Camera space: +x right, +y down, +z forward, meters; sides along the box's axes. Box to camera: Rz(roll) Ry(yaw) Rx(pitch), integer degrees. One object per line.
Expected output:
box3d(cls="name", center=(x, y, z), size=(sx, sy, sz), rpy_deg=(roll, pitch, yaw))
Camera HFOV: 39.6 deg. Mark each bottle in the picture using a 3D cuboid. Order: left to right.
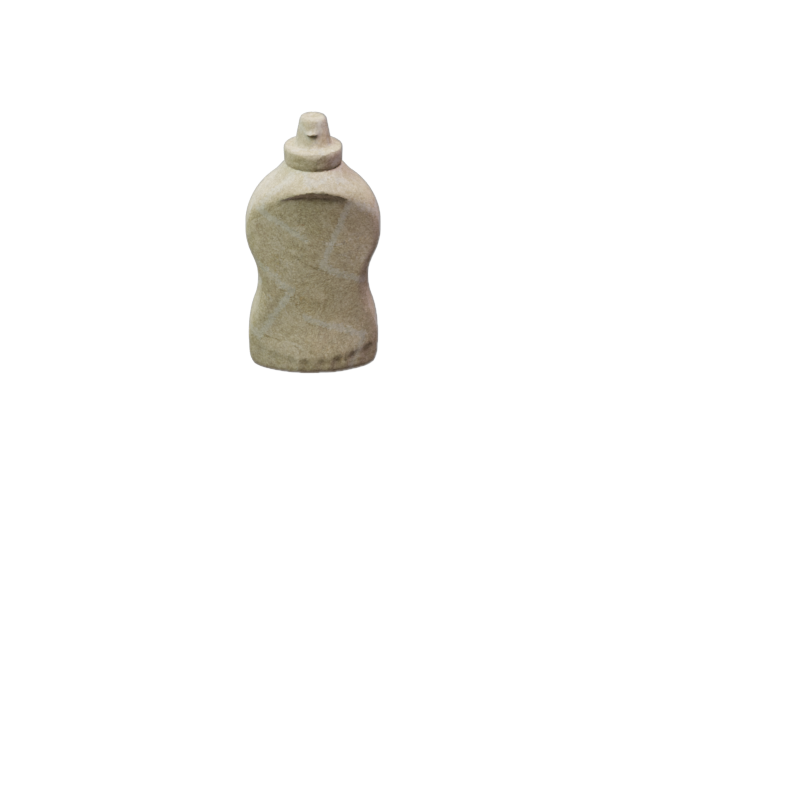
box3d(cls="bottle", center=(-0.062, -0.113, 0.795), size=(0.096, 0.181, 0.062), rpy_deg=(1, 28, -1))
